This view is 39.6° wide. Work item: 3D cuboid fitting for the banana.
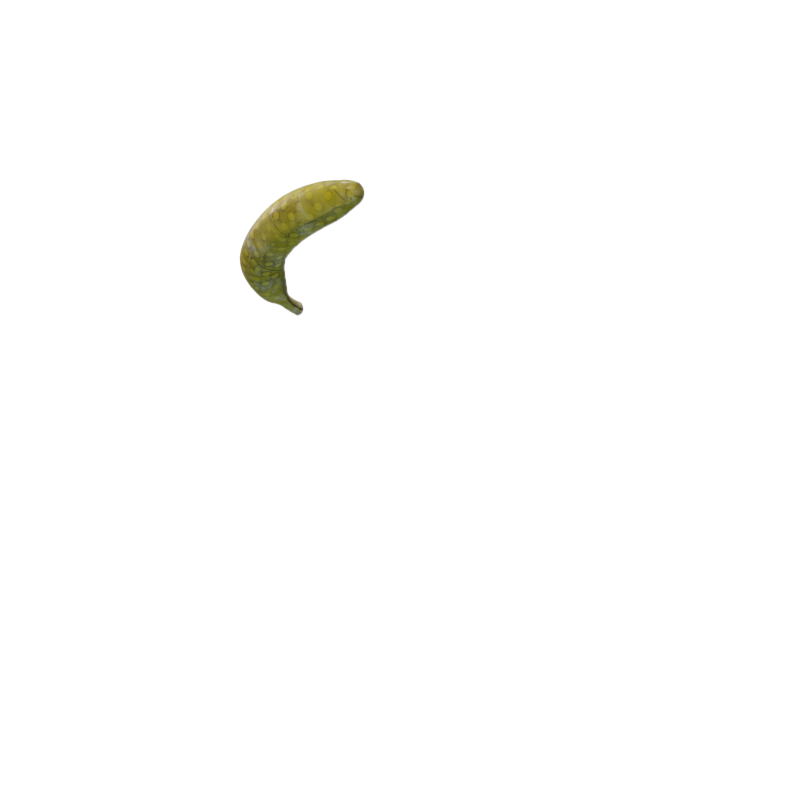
[{"bbox_3d":[-0.088,-0.127,0.887,0.068,0.039,0.191,7,-24,-17],"label":"banana"}]
